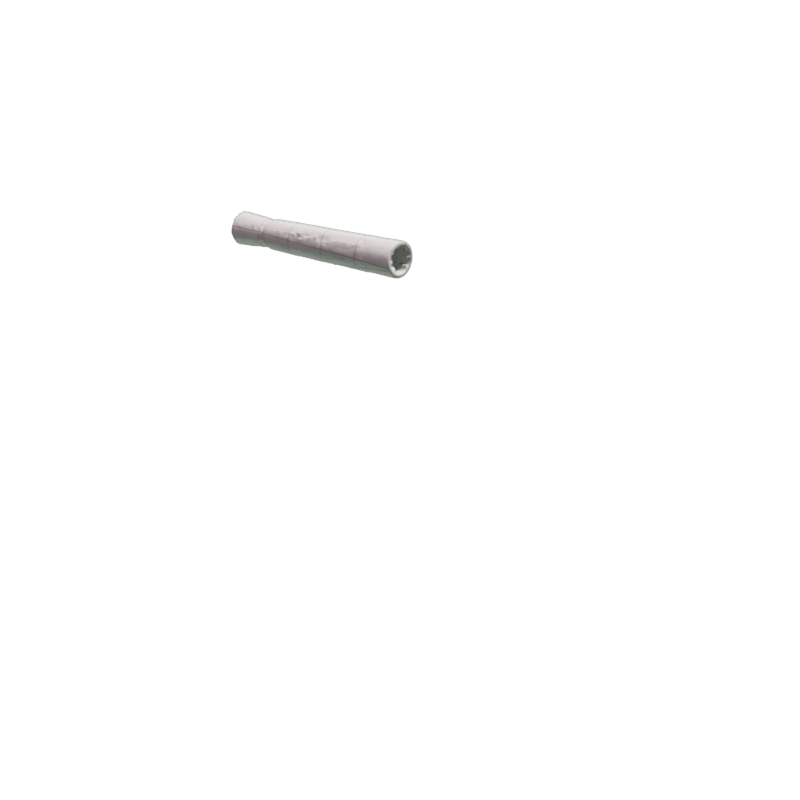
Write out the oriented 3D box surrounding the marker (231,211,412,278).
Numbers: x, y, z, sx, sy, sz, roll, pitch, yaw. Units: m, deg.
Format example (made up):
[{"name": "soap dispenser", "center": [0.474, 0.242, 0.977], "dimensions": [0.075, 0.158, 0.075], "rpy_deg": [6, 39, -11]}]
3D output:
[{"name": "marker", "center": [-0.045, -0.082, 0.577], "dimensions": [0.128, 0.019, 0.019], "rpy_deg": [18, 15, 42]}]
